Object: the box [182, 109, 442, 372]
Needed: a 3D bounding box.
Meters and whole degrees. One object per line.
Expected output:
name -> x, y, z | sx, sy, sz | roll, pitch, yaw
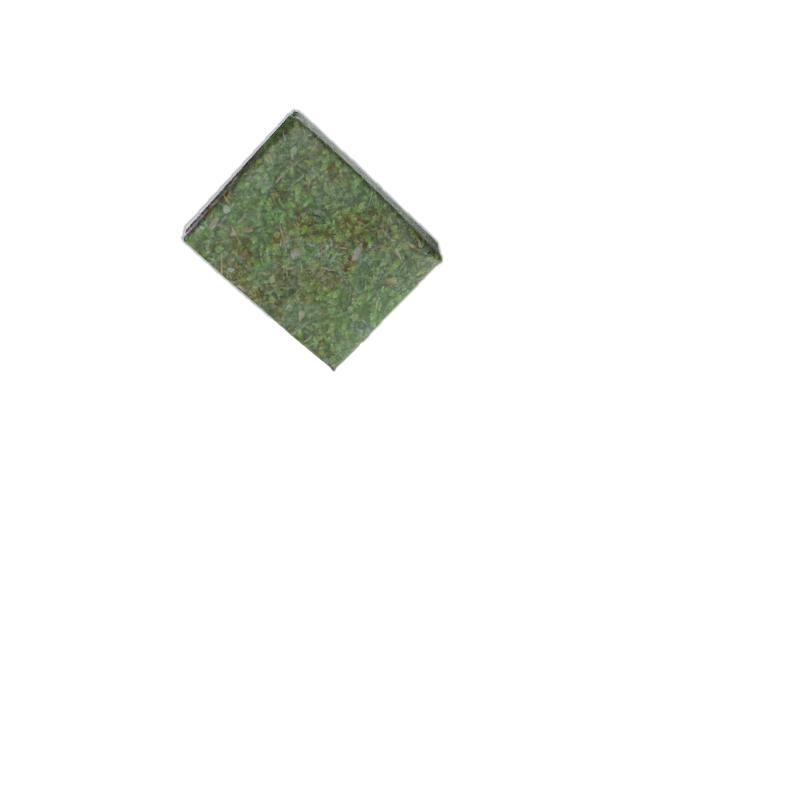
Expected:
box -> -0.047, -0.085, 0.598 | 0.111, 0.089, 0.040 | 43, 10, -10
